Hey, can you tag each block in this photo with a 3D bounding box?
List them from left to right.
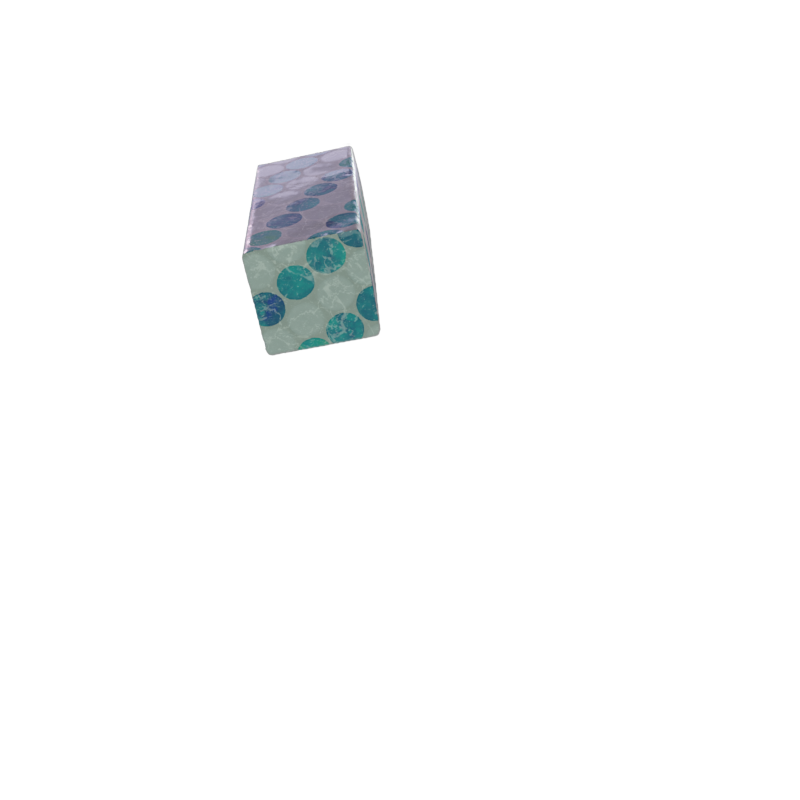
[{"bbox_3d":[-0.071,-0.130,0.915,0.091,0.085,0.218,-11,28,2],"label":"block"}]
